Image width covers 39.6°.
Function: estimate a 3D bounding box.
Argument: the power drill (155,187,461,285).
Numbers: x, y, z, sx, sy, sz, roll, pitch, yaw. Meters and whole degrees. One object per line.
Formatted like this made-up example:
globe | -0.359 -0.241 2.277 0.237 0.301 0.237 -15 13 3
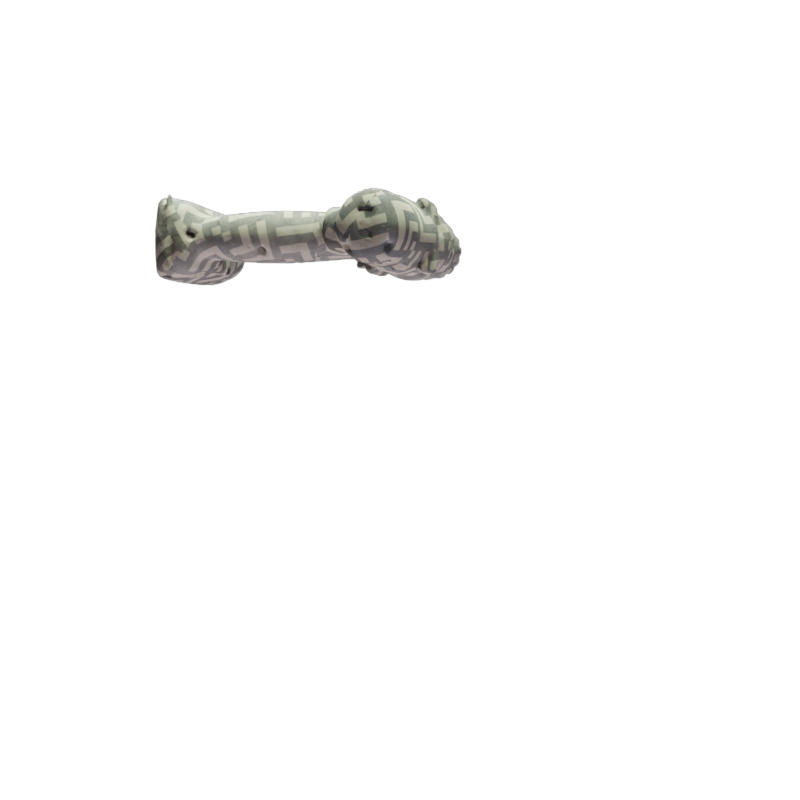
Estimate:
power drill | -0.060 -0.110 0.768 0.192 0.058 0.178 -1 -2 18
